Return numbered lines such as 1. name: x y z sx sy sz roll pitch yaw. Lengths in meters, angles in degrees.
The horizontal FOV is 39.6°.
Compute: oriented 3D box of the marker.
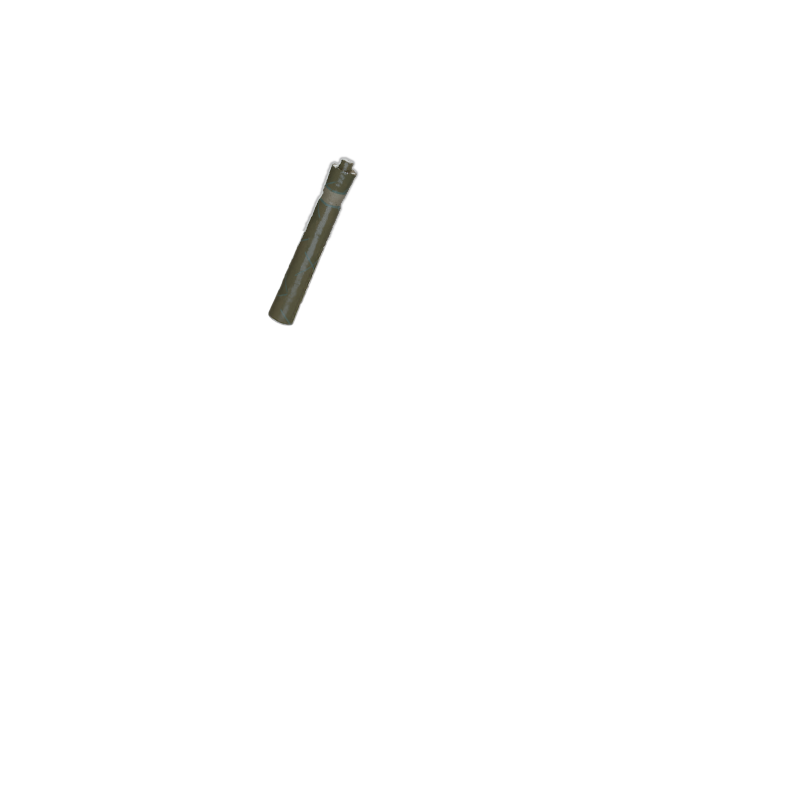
1. marker: -0.058 -0.106 0.743 0.019 0.118 0.021 22 18 -11
